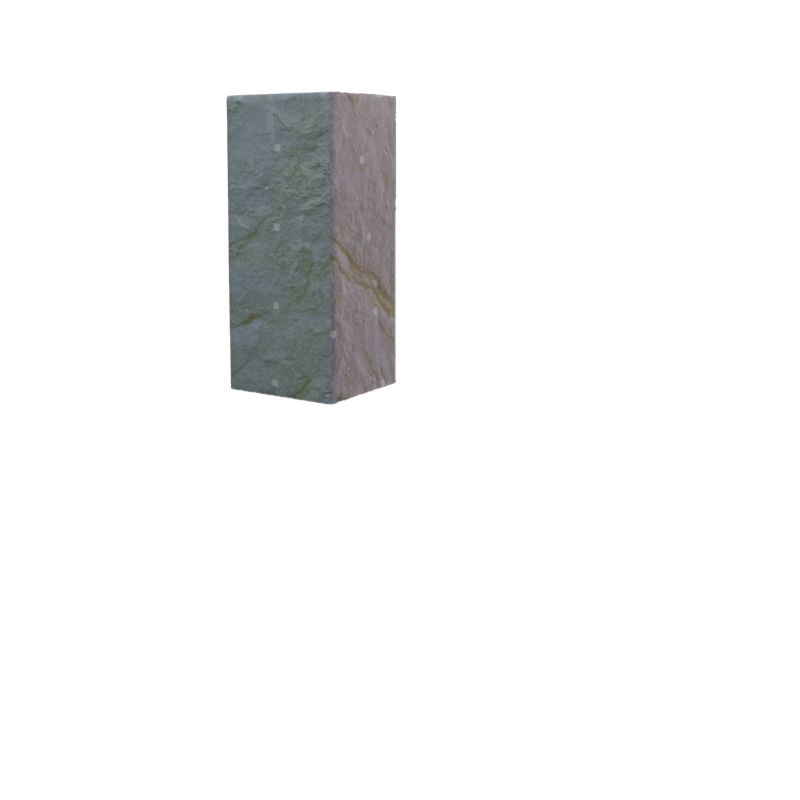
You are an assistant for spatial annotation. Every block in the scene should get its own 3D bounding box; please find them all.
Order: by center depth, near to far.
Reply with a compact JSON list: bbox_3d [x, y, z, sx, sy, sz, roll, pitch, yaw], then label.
[{"bbox_3d":[-0.062,-0.112,0.784,0.094,0.203,0.088,5,8,32],"label":"block"}]
